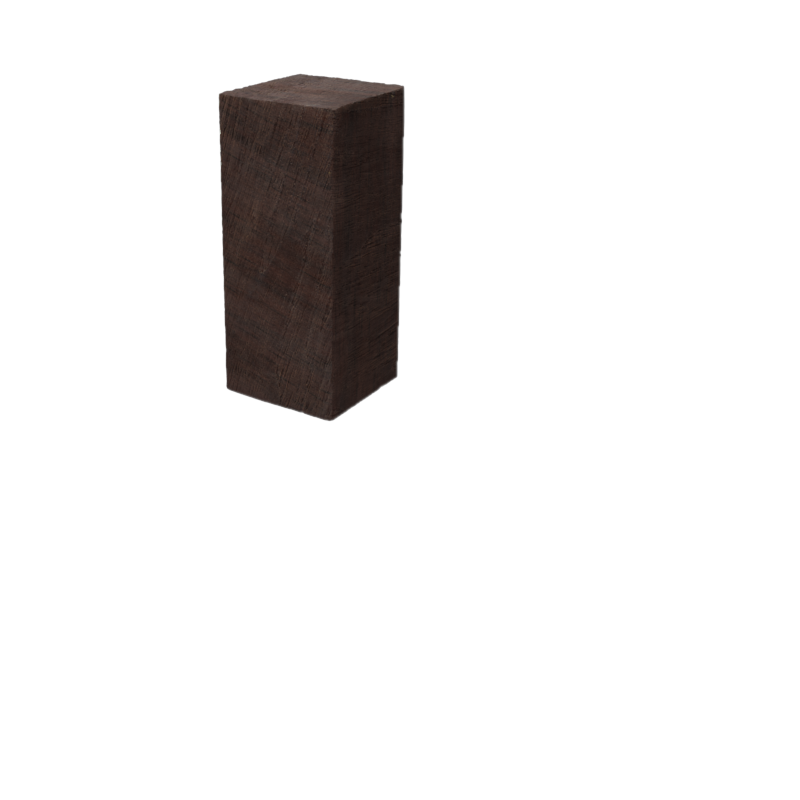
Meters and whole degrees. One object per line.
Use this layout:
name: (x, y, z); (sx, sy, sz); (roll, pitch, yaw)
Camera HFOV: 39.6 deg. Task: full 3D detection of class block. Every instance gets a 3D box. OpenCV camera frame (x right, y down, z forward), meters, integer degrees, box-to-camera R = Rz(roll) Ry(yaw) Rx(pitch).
block: (-0.058, -0.105, 0.740); (0.095, 0.197, 0.090); (14, 23, 30)
